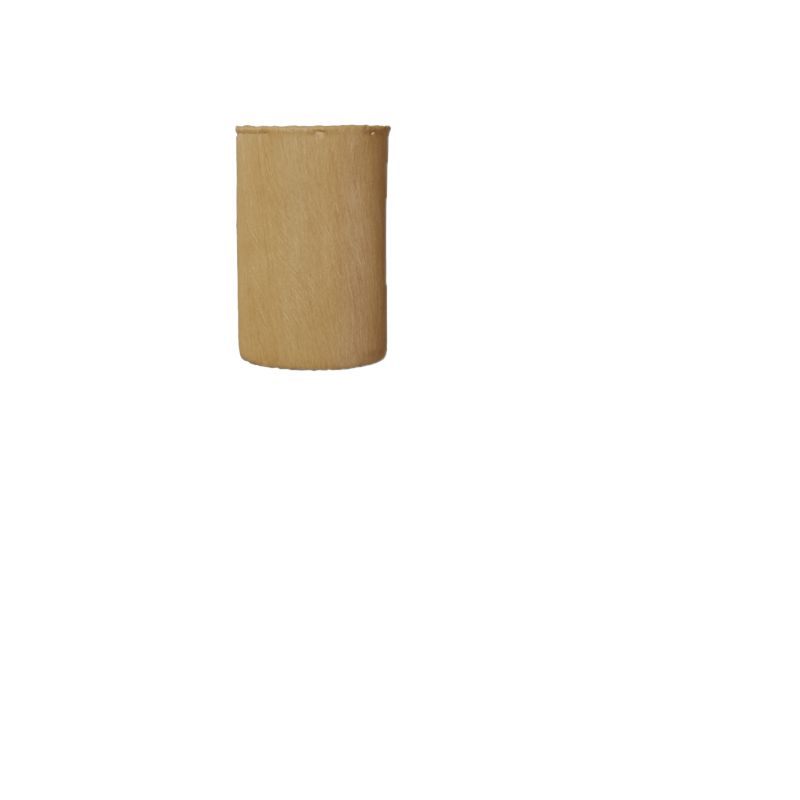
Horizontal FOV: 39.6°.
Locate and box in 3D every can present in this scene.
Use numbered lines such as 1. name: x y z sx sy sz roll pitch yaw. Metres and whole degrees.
1. can: -0.038 -0.070 0.488 0.068 0.101 0.070 0 8 -2
